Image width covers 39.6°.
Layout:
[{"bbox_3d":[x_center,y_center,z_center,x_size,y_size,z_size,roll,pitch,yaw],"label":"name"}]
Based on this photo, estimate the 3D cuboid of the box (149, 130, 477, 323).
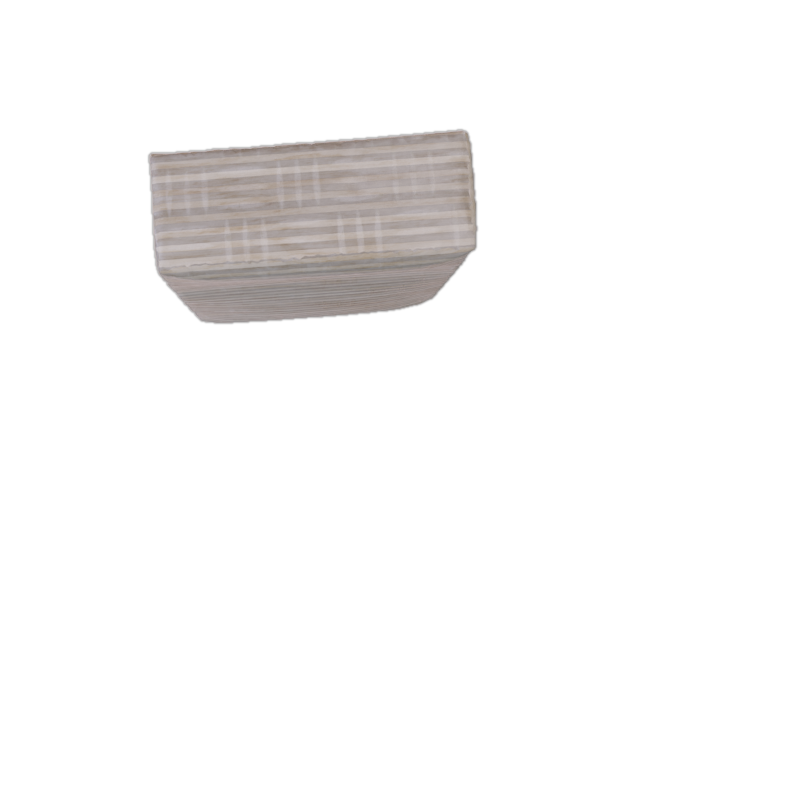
[{"bbox_3d":[-0.051,-0.094,0.656,0.164,0.073,0.211,-5,-2,-3],"label":"box"}]
